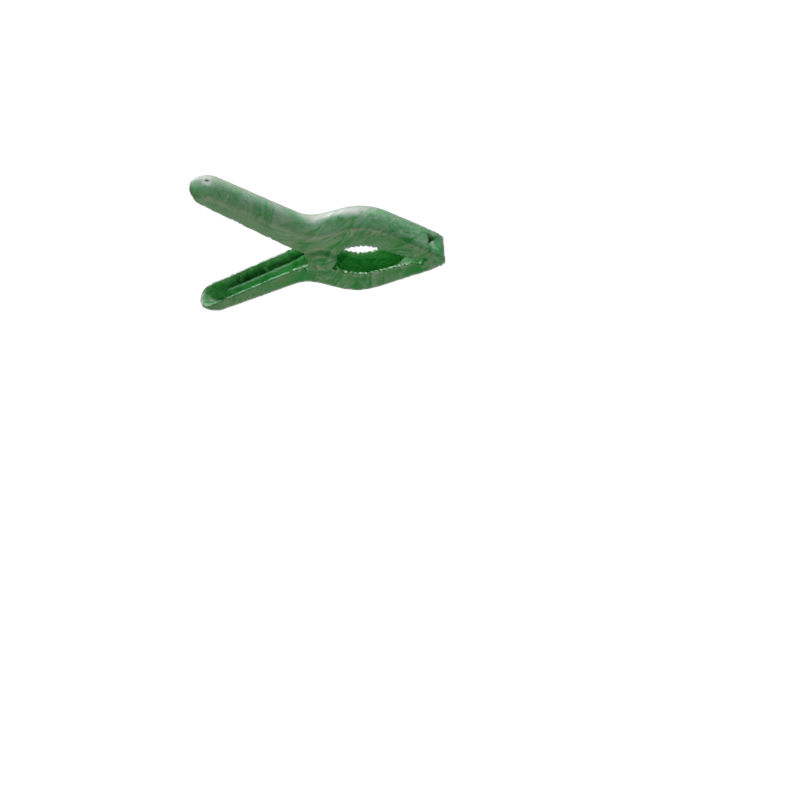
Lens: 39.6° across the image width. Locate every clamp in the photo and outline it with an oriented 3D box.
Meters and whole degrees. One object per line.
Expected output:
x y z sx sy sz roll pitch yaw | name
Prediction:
-0.070 -0.127 0.892 0.211 0.039 0.153 -2 -30 3 | clamp
